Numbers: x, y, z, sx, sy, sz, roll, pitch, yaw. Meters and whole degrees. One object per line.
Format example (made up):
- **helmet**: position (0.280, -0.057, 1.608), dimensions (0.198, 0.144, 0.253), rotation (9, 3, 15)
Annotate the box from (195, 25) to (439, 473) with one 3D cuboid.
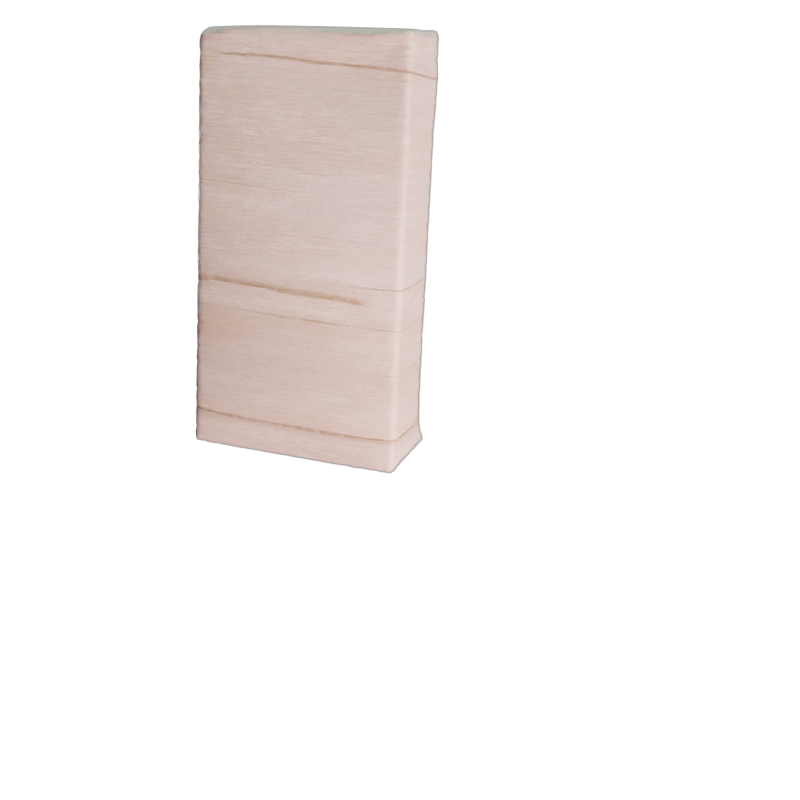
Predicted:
- **box**: position (-0.036, -0.066, 0.460), dimensions (0.096, 0.171, 0.048), rotation (6, 14, 20)
